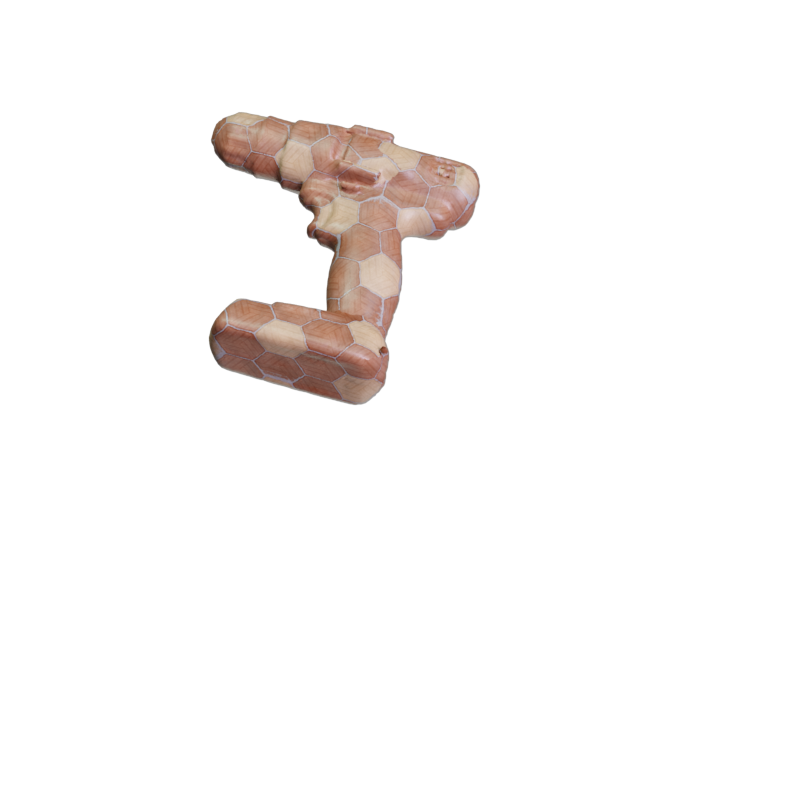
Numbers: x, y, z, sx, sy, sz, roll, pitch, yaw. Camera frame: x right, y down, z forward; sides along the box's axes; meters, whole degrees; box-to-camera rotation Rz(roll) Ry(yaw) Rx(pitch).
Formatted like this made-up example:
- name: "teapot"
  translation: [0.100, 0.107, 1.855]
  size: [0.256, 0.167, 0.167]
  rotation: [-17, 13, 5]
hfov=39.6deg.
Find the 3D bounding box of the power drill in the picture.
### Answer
- name: "power drill"
  translation: [-0.055, -0.100, 0.703]
  size: [0.188, 0.197, 0.054]
  rotation: [13, -33, 8]
